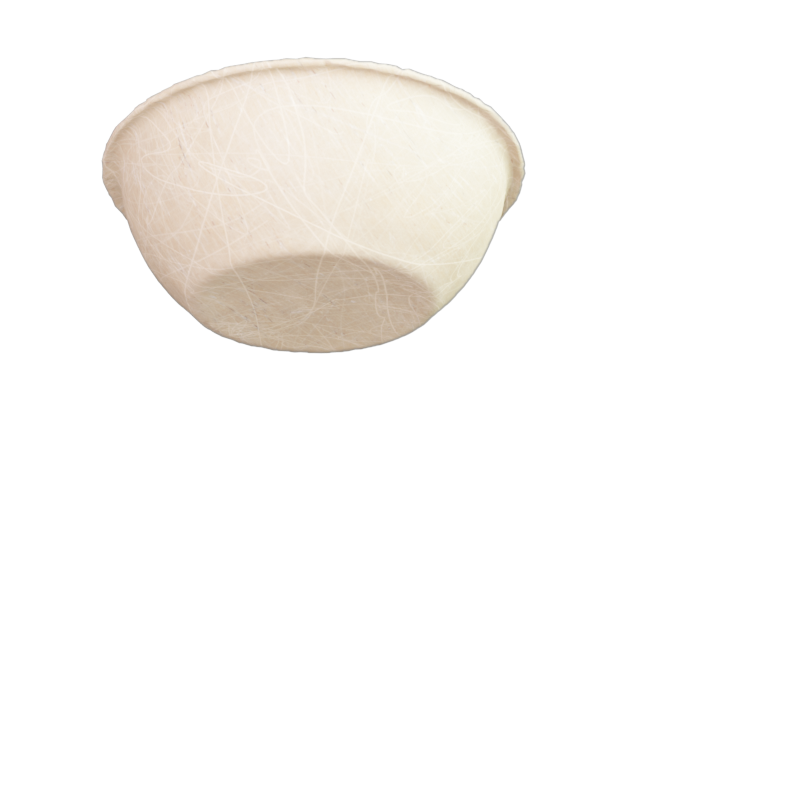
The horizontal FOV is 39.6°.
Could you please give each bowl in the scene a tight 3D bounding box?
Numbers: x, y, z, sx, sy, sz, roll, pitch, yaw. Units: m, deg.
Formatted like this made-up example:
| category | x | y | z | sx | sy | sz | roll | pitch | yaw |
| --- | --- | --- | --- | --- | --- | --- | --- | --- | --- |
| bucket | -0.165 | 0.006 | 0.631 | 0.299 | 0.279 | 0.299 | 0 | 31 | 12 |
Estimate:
| category | x | y | z | sx | sy | sz | roll | pitch | yaw |
| --- | --- | --- | --- | --- | --- | --- | --- | --- | --- |
| bowl | -0.033 | -0.060 | 0.417 | 0.162 | 0.058 | 0.154 | 1 | -22 | -2 |
